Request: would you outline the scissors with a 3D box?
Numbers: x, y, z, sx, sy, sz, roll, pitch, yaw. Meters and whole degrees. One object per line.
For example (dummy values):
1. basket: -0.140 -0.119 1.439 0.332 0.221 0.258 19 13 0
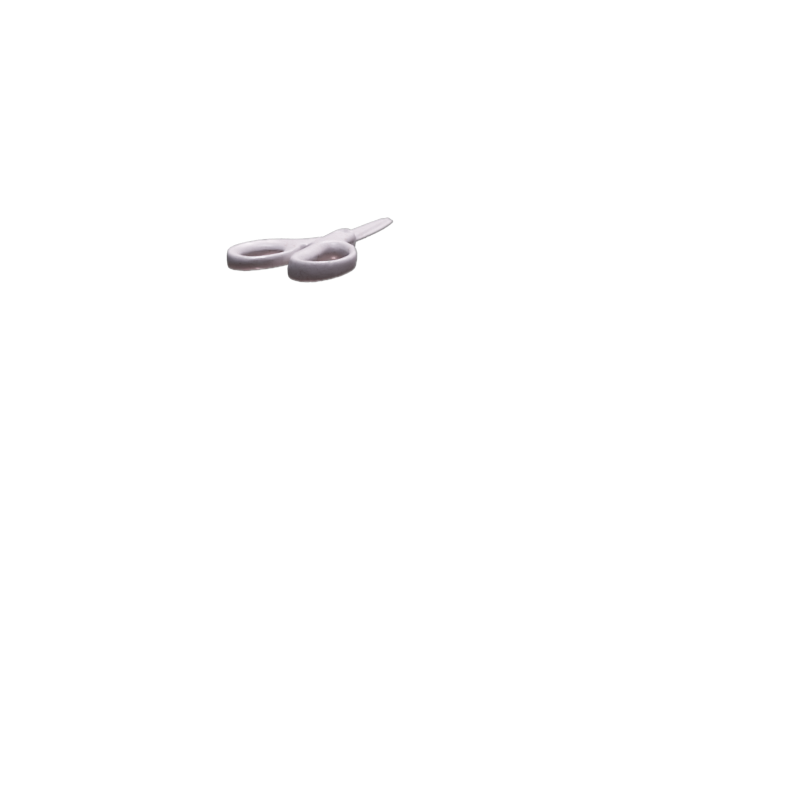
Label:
1. scissors: -0.062 -0.113 0.792 0.097 0.015 0.207 2 18 5
